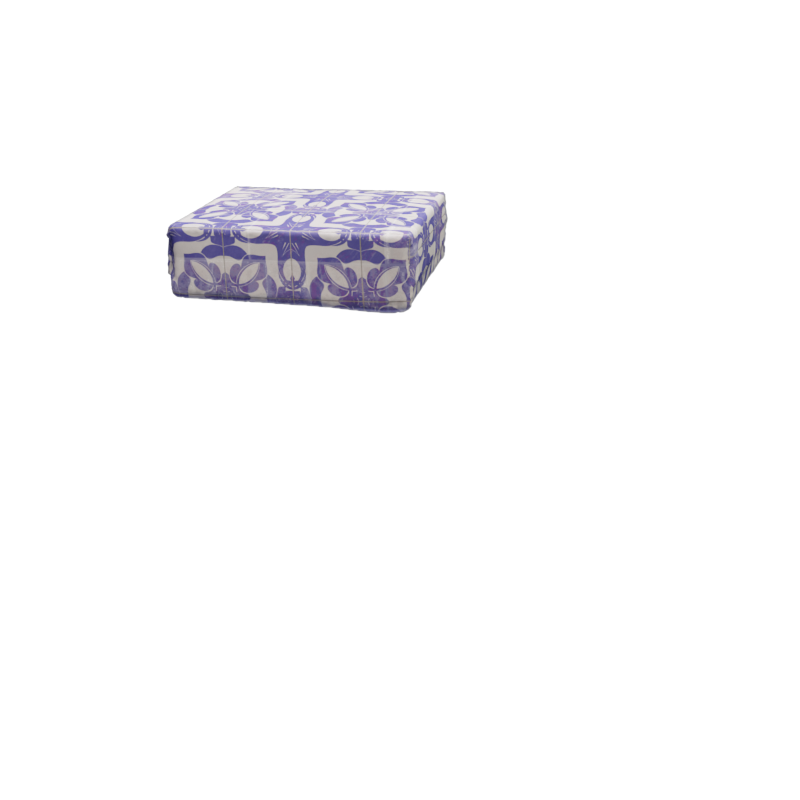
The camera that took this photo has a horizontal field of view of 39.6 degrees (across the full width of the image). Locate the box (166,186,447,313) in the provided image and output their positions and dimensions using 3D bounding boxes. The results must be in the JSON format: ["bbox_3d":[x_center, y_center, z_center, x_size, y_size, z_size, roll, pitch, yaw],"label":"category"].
[{"bbox_3d":[-0.041,-0.074,0.521,0.116,0.037,0.092,6,23,13],"label":"box"}]
